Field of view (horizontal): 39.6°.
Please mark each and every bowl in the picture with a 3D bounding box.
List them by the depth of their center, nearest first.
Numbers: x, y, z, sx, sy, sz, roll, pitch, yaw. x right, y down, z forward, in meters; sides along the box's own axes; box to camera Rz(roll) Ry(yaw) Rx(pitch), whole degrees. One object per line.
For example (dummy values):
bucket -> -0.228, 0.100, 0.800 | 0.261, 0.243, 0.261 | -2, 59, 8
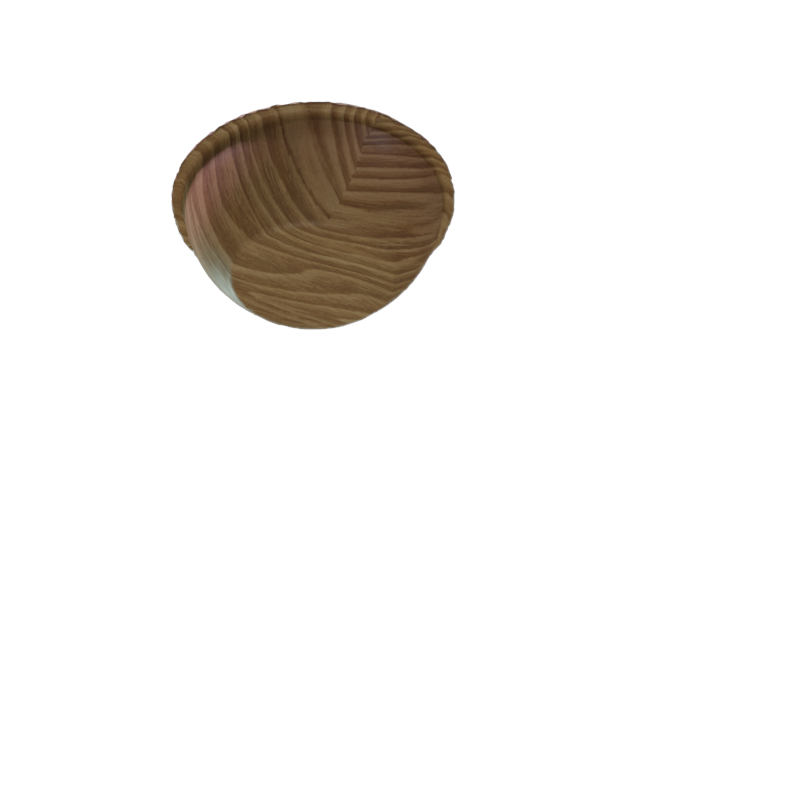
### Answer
bowl -> -0.048, -0.088, 0.615 | 0.162, 0.059, 0.151 | 1, -37, -2
